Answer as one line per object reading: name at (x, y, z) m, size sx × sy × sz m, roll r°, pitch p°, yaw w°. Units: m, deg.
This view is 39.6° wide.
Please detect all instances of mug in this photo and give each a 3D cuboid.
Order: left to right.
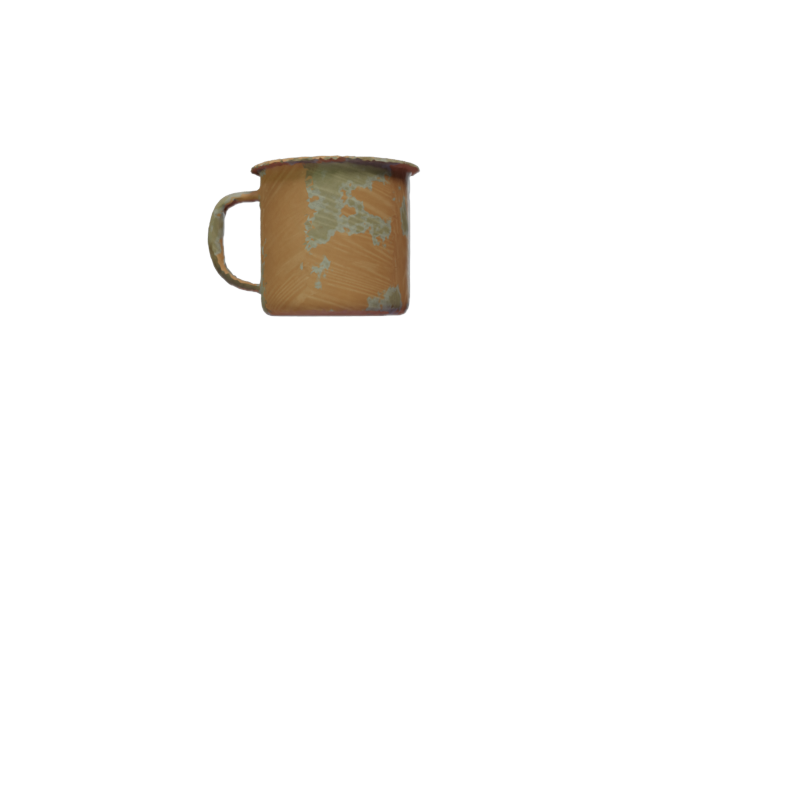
mug at (-0.048, -0.087, 0.608) m, size 0.117 × 0.082 × 0.093 m, roll 0°, pitch 0°, yaw 1°
